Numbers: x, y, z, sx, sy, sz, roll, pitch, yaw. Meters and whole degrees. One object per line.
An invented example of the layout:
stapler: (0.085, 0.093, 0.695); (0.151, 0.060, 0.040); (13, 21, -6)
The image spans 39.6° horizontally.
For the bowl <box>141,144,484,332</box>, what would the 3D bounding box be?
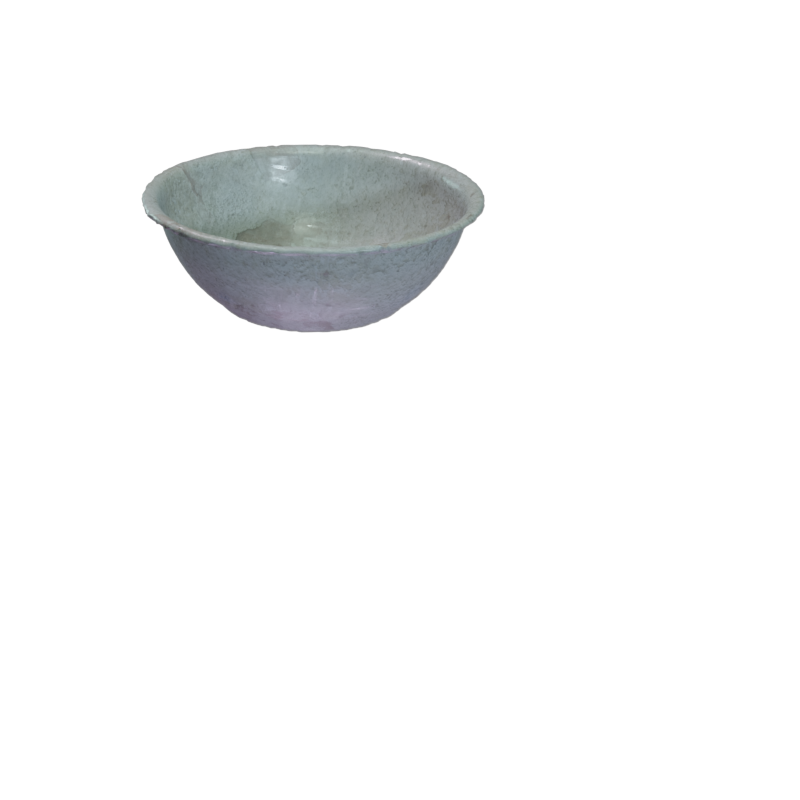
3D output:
bowl: (-0.042, -0.076, 0.534); (0.162, 0.052, 0.171); (-1, 27, -2)
